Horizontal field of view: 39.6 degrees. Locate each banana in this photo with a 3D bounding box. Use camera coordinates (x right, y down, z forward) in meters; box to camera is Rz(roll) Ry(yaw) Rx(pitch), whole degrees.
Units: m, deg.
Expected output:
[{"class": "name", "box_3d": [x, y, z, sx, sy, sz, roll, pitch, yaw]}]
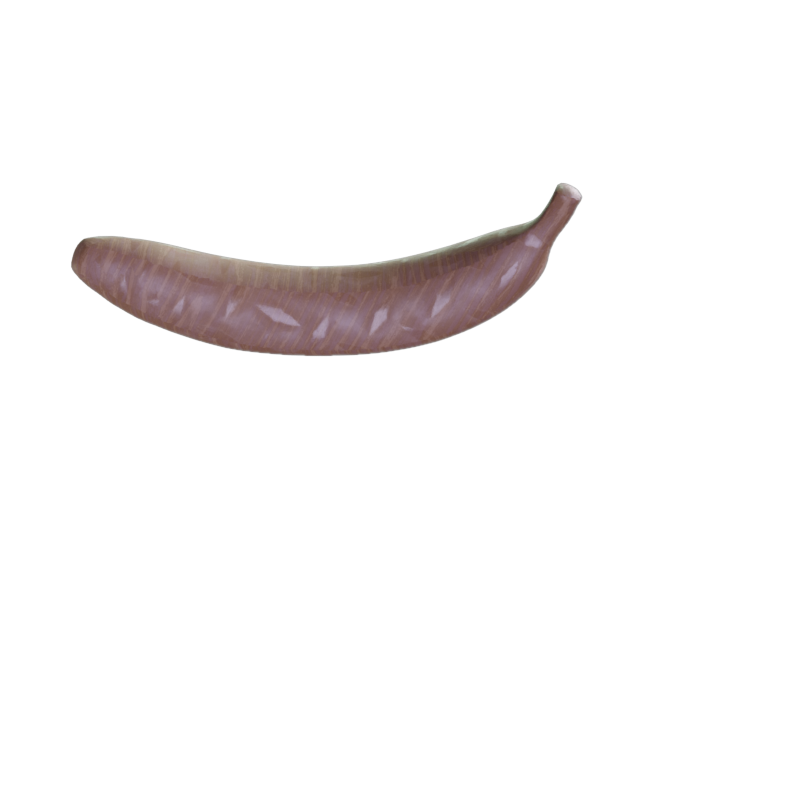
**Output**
[{"class": "banana", "box_3d": [-0.028, -0.048, 0.444, 0.198, 0.065, 0.039, -7, 29, 4]}]
